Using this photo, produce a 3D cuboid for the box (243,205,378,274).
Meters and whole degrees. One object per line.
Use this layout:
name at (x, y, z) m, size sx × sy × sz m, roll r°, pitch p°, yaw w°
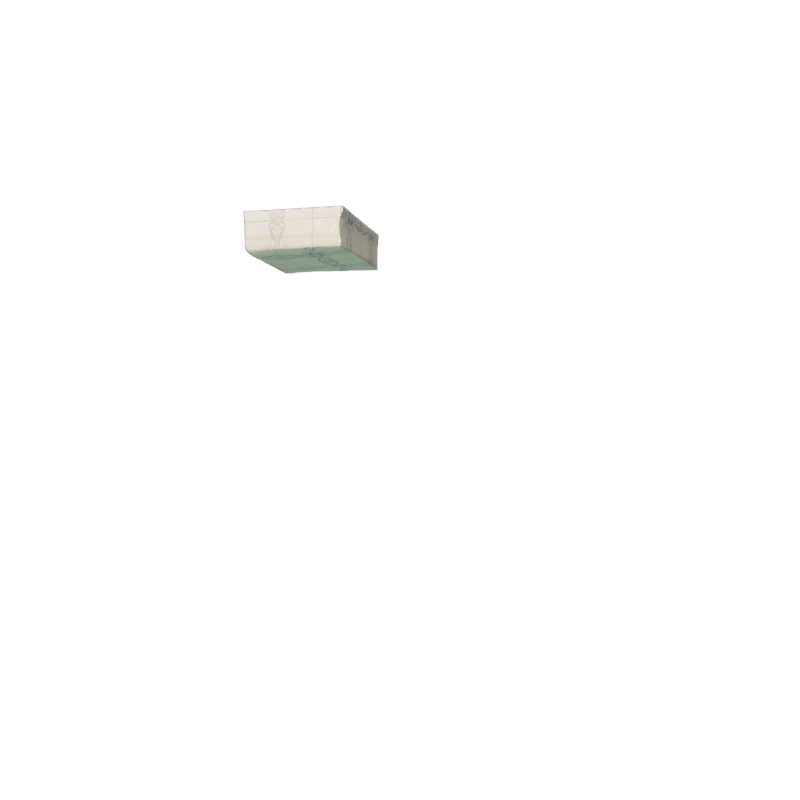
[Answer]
box at (-0.076, -0.138, 0.965) m, size 0.092 × 0.040 × 0.109 m, roll -1°, pitch -4°, yaw 16°
